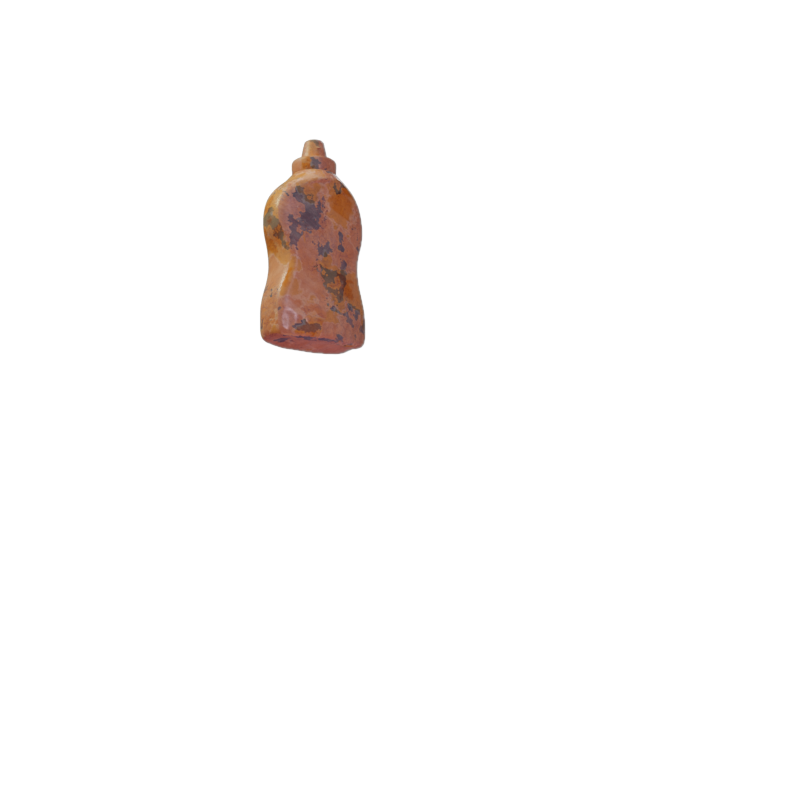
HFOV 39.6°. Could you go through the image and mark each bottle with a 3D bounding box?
[{"bbox_3d":[-0.077,-0.142,0.992,0.091,0.200,0.059,10,-21,-34],"label":"bottle"}]
